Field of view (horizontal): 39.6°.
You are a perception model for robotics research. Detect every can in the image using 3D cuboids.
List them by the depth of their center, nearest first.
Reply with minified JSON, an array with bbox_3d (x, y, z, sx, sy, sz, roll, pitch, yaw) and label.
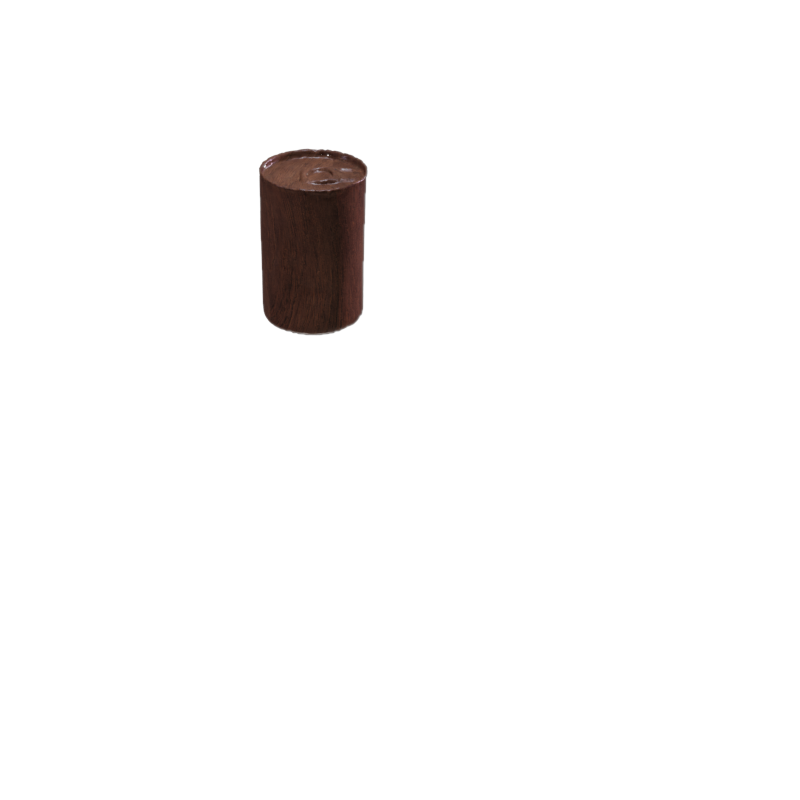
[{"bbox_3d":[-0.056,-0.102,0.711,0.068,0.096,0.073,0,29,-2],"label":"can"}]
